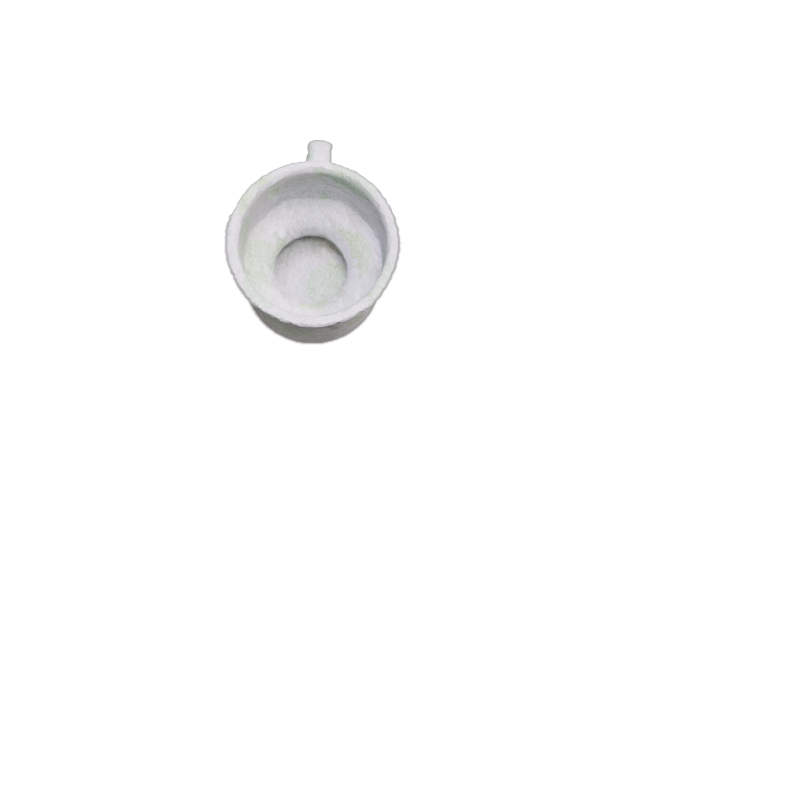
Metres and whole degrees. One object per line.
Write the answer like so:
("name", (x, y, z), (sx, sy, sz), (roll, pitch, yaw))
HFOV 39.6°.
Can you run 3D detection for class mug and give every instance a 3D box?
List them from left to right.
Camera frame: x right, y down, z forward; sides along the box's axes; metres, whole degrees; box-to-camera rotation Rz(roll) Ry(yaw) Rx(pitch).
("mug", (-0.050, -0.091, 0.635), (0.093, 0.122, 0.079), (1, -14, -2))
